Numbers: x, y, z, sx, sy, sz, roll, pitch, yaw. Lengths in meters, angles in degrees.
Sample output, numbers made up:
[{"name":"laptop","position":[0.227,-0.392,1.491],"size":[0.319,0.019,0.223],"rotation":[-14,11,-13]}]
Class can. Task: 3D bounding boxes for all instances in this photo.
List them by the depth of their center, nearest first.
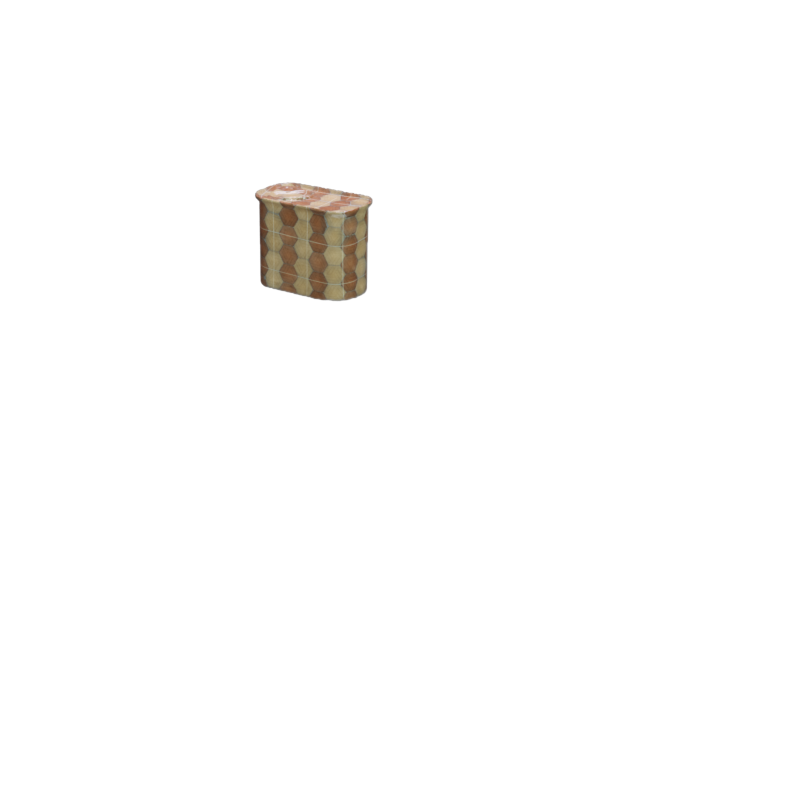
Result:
[{"name":"can","position":[-0.076,-0.138,0.968],"size":[0.107,0.080,0.057],"rotation":[15,26,30]}]
